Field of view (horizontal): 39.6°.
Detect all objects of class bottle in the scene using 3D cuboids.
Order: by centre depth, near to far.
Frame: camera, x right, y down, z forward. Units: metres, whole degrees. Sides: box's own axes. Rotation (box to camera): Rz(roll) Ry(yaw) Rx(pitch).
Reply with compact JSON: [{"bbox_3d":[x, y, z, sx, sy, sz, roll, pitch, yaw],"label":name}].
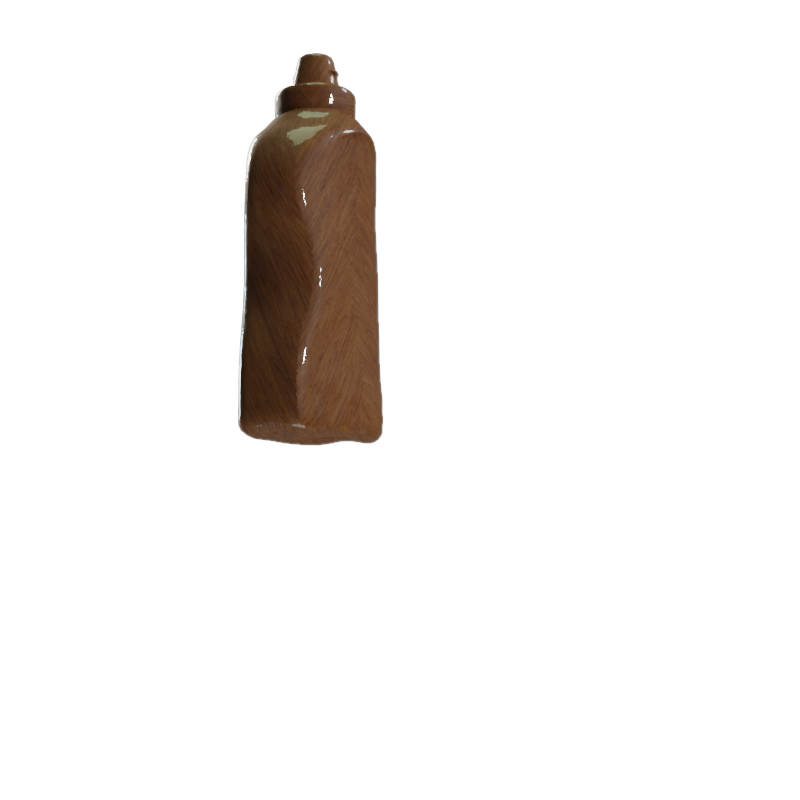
[{"bbox_3d":[-0.042,-0.077,0.541,0.060,0.198,0.091,-7,-14,23],"label":"bottle"}]
